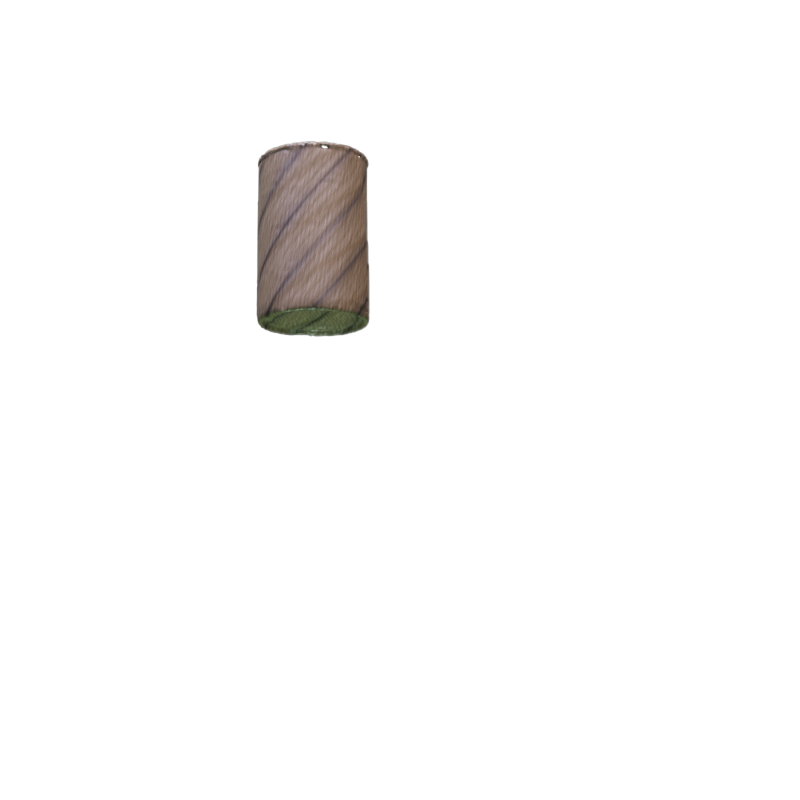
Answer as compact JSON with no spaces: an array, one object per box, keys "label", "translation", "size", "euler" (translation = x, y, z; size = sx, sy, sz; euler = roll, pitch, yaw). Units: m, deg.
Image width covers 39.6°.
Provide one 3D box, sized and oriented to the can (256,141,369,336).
[{"label":"can","translation":[-0.052,-0.095,0.663],"size":[0.068,0.106,0.066],"euler":[0,-16,-2]}]
